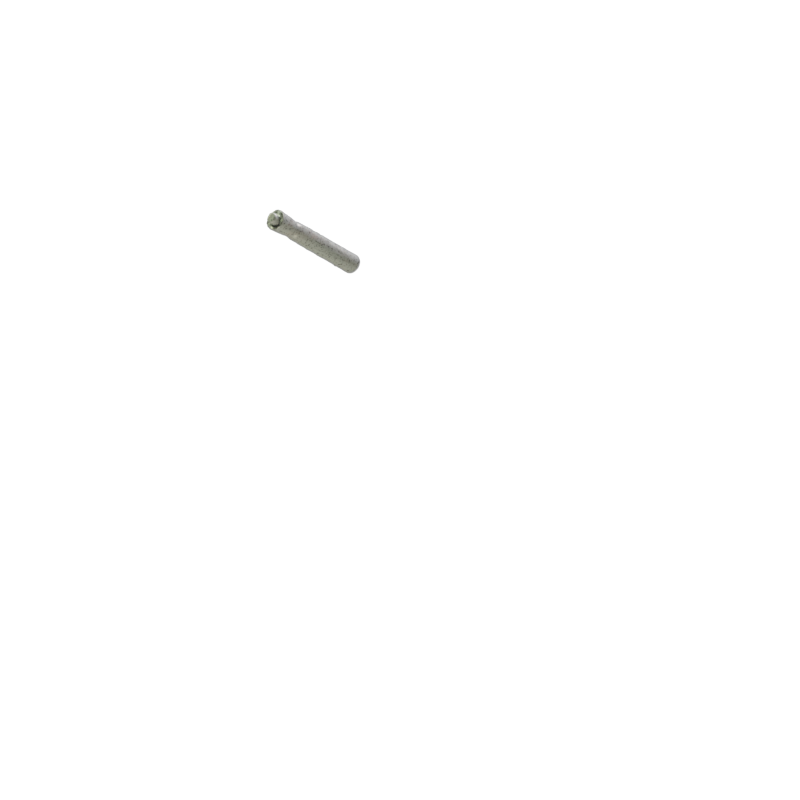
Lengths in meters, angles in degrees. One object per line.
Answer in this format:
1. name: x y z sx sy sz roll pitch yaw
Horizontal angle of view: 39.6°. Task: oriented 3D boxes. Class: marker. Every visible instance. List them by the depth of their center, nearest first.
1. marker: -0.078 -0.142 0.994 0.021 0.020 0.113 3 -13 38
